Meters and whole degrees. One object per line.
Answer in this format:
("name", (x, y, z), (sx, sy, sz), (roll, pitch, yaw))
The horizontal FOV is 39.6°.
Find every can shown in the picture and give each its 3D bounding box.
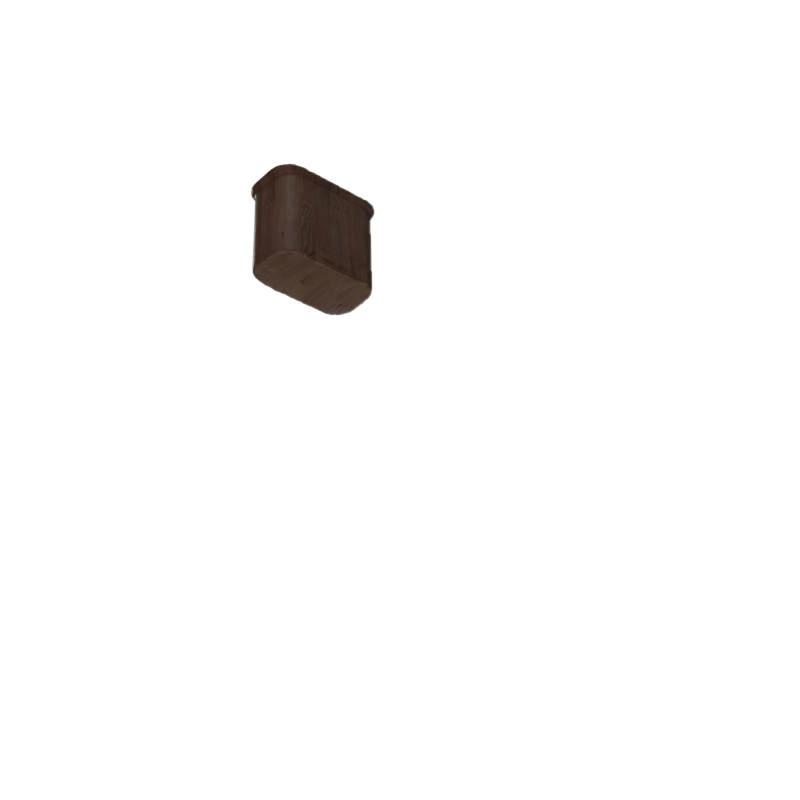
("can", (-0.069, -0.125, 0.876), (0.096, 0.090, 0.057), (23, -42, -33))
